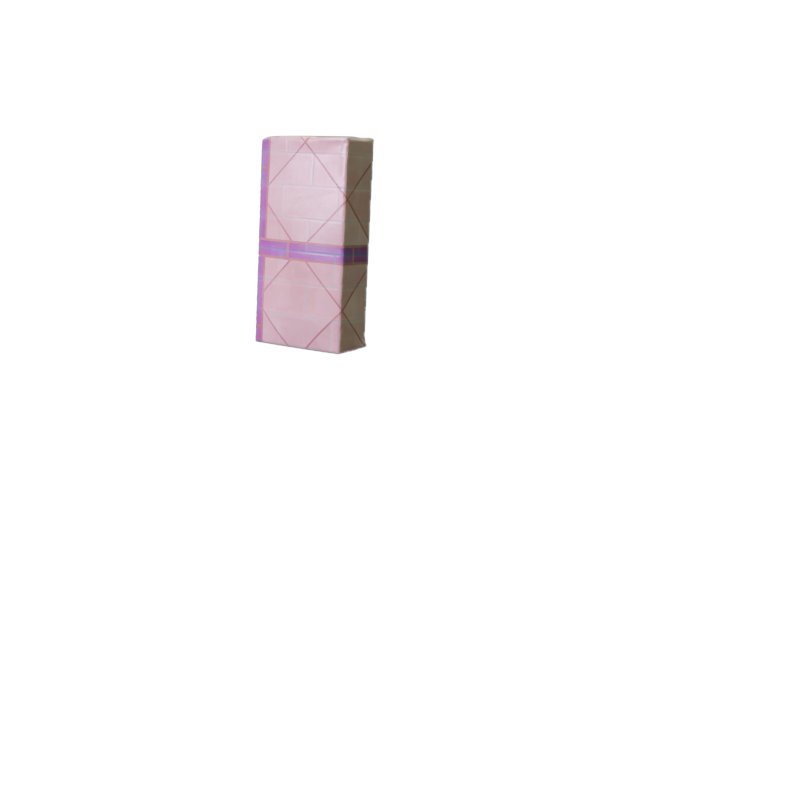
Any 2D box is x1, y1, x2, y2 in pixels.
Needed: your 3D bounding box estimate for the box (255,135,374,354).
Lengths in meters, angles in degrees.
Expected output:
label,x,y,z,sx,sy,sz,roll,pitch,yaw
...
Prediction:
label,x,y,z,sx,sy,sz,roll,pitch,yaw
box,-0.073,-0.132,0.927,0.097,0.174,0.047,5,7,35
